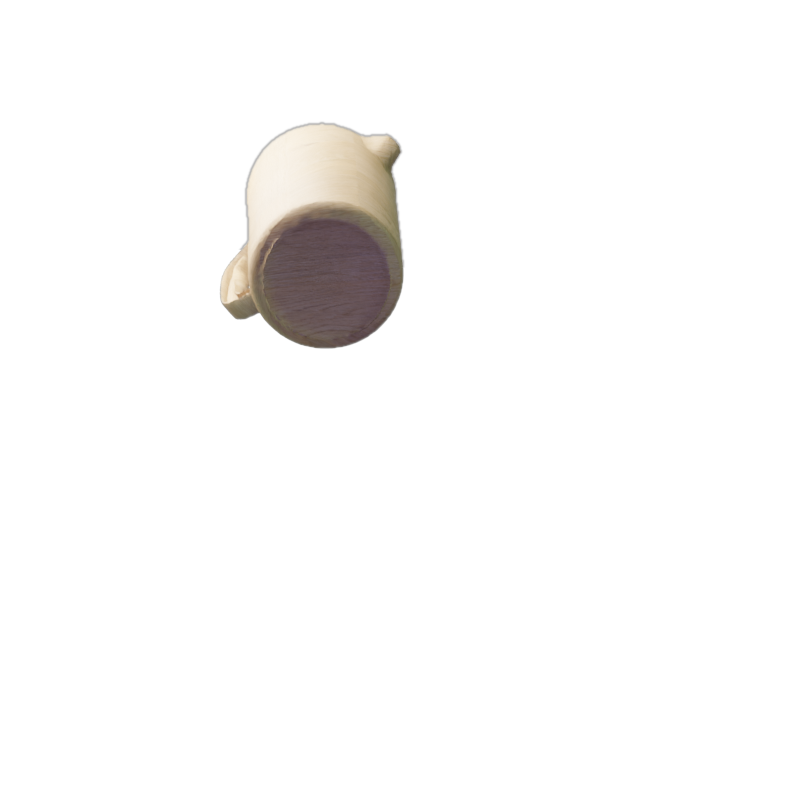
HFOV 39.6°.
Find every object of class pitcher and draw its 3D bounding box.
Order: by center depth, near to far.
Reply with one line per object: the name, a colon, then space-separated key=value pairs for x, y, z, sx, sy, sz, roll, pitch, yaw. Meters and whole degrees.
pitcher: x=-0.068 y=-0.124 z=0.872 sx=0.144 sy=0.143 sz=0.254 roll=6 pitch=21 yaw=-6
